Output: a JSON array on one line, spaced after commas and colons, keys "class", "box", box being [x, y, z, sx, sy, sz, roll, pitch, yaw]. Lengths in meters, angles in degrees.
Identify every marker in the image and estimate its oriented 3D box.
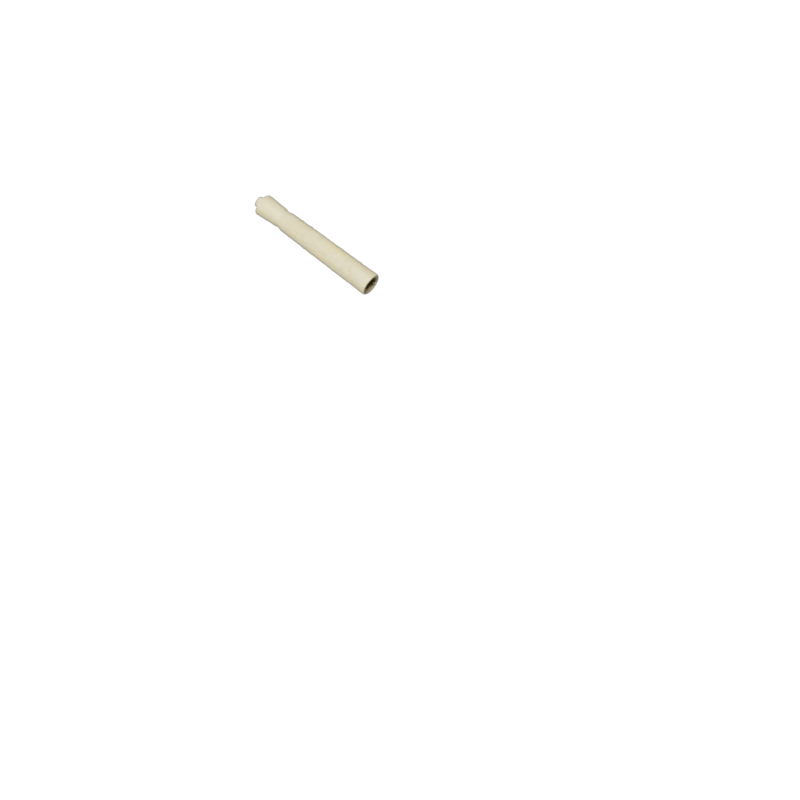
[{"class": "marker", "box": [-0.068, -0.124, 0.869, 0.128, 0.019, 0.019, 38, 19, 23]}]
